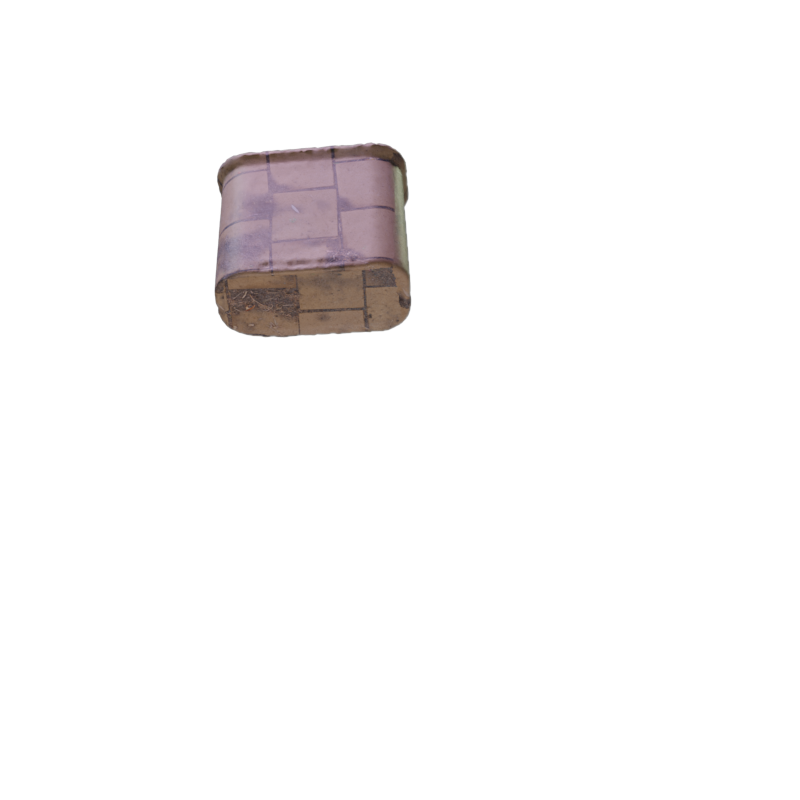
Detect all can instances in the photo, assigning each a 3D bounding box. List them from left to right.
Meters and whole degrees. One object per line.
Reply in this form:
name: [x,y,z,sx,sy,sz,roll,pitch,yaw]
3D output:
can: [-0.045,-0.082,0.572,0.102,0.090,0.053,-4,-39,3]
